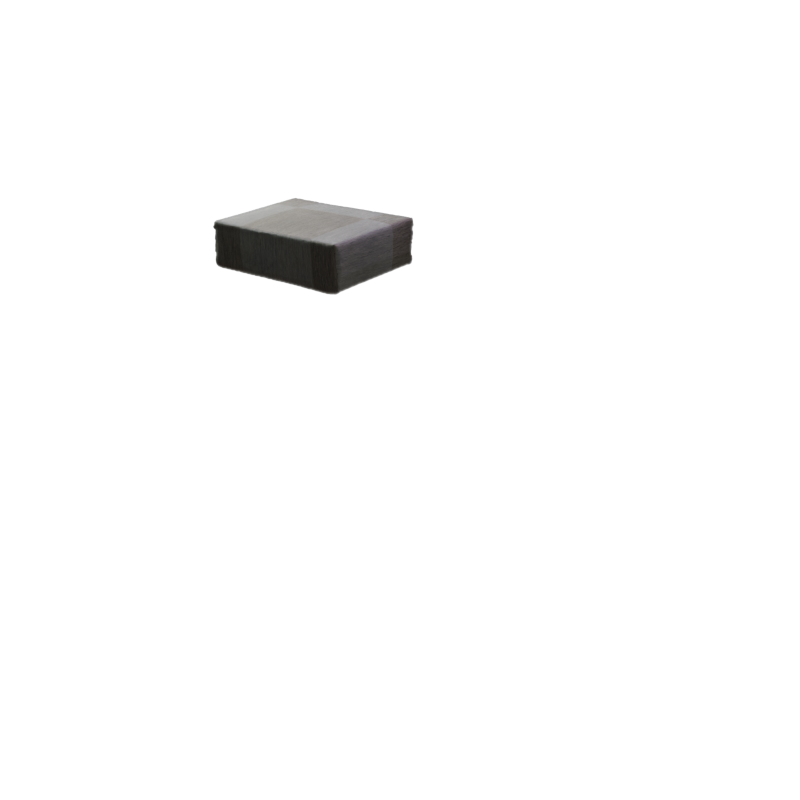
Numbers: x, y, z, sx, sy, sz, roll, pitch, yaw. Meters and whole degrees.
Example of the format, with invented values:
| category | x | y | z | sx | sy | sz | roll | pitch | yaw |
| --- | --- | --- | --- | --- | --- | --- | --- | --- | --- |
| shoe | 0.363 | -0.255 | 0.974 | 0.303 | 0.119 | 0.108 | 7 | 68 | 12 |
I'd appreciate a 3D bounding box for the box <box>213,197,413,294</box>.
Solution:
| category | x | y | z | sx | sy | sz | roll | pitch | yaw |
| --- | --- | --- | --- | --- | --- | --- | --- | --- | --- |
| box | -0.061 | -0.112 | 0.782 | 0.120 | 0.037 | 0.089 | 17 | 29 | 34 |
